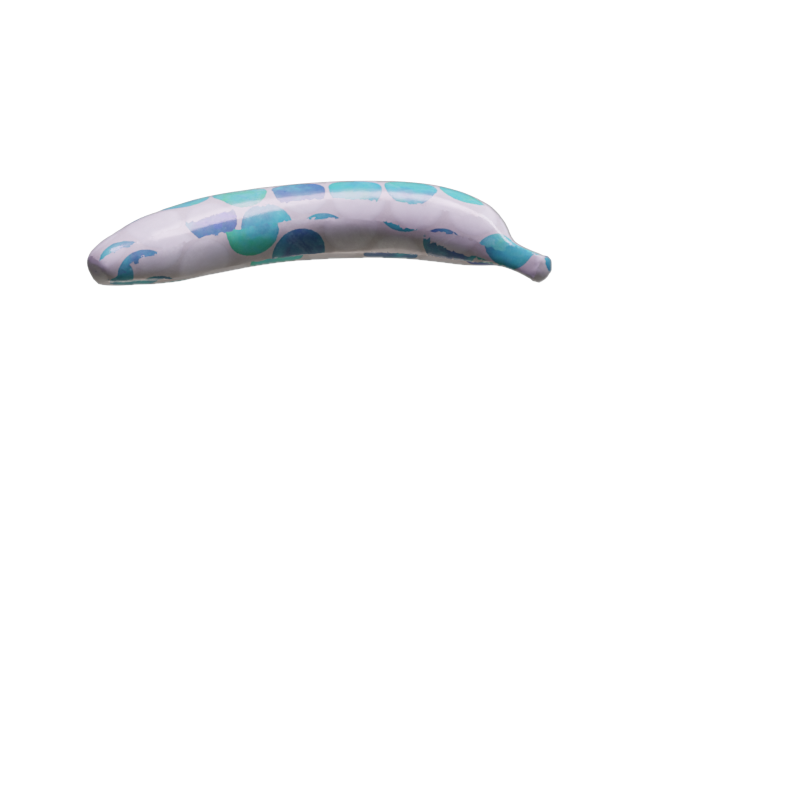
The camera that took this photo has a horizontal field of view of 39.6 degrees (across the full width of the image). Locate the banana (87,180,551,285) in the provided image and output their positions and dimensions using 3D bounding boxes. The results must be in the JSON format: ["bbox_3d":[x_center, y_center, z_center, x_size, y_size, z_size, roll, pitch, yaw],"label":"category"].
[{"bbox_3d":[-0.037,-0.075,0.493,0.196,0.035,0.073,-3,21,-7],"label":"banana"}]
